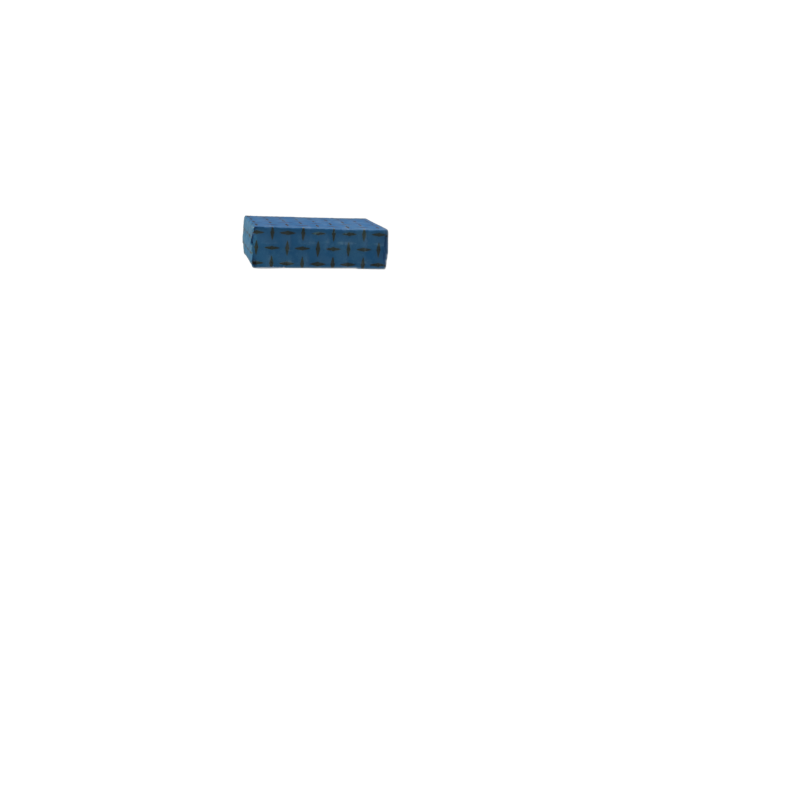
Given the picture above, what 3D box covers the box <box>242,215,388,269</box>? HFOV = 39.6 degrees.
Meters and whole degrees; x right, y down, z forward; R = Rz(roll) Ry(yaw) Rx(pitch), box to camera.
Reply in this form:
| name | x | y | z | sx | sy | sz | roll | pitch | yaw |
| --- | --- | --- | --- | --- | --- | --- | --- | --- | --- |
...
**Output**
| name | x | y | z | sx | sy | sz | roll | pitch | yaw |
| --- | --- | --- | --- | --- | --- | --- | --- | --- | --- |
| box | -0.073 | -0.133 | 0.930 | 0.112 | 0.038 | 0.093 | -2 | 13 | -10 |
